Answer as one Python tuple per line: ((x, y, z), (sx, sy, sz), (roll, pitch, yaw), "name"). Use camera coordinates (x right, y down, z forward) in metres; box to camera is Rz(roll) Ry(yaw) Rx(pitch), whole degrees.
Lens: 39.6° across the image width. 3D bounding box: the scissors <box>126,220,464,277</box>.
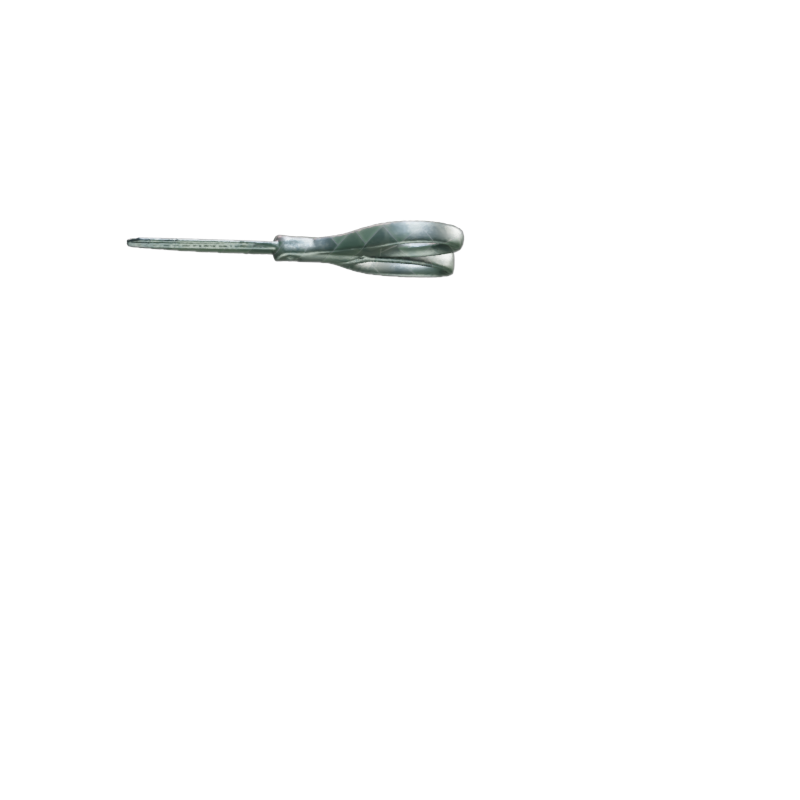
((-0.051, -0.093, 0.653), (0.195, 0.016, 0.096), (4, -10, -23), "scissors")
